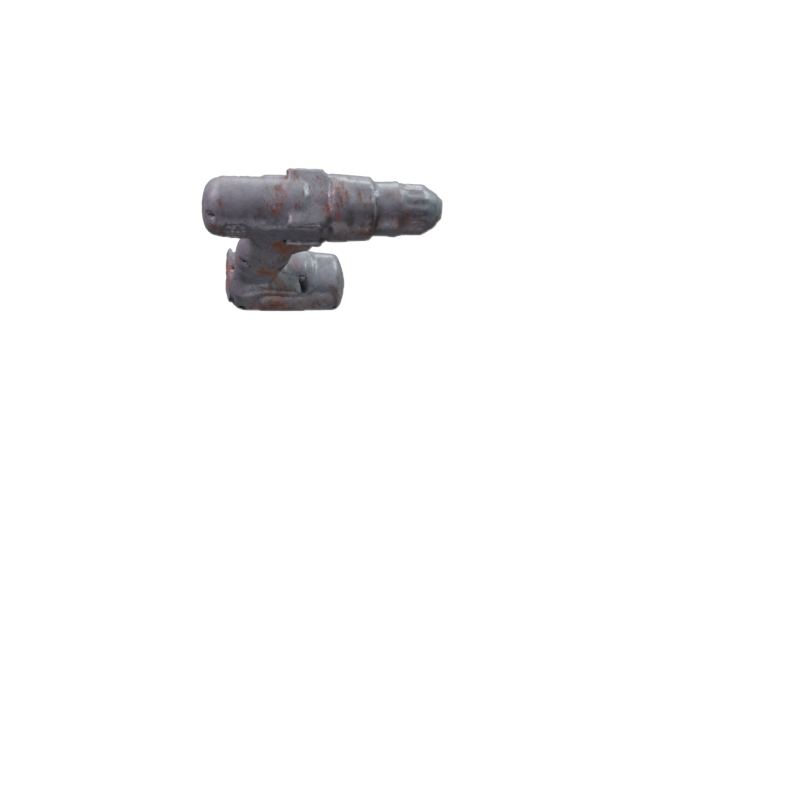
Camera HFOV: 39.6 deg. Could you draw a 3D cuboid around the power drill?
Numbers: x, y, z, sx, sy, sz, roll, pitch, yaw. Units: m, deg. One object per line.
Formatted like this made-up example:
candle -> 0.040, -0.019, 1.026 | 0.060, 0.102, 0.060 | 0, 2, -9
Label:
power drill -> -0.071, -0.130, 0.909 | 0.183, 0.060, 0.181 | 2, -19, -8
